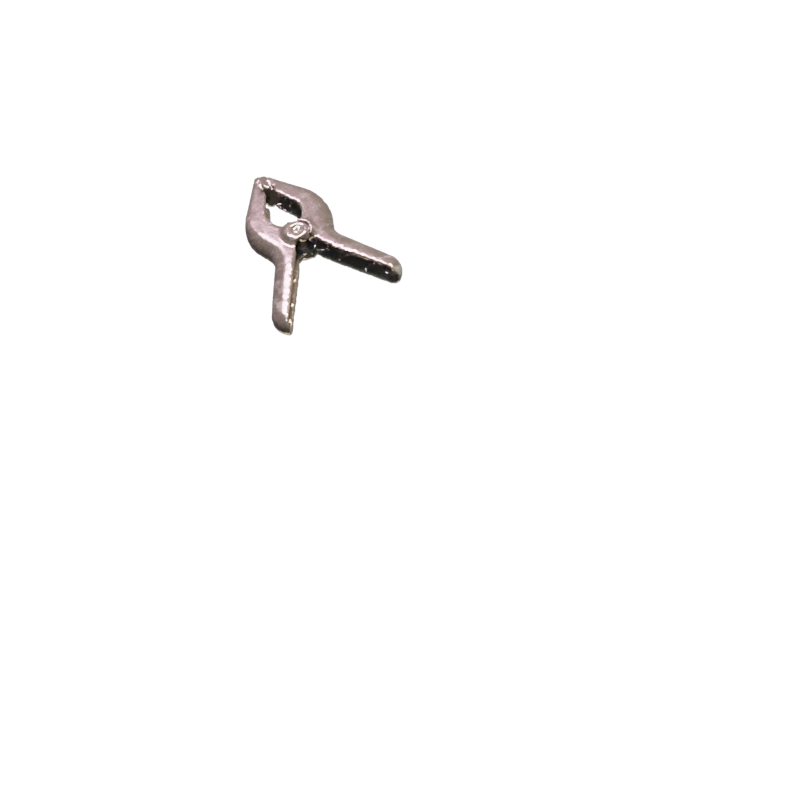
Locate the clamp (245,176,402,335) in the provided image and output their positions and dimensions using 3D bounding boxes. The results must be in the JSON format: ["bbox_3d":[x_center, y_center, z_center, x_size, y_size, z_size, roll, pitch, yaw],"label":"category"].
[{"bbox_3d":[-0.077,-0.140,0.983,0.119,0.185,0.037,-16,-36,-12],"label":"clamp"}]
